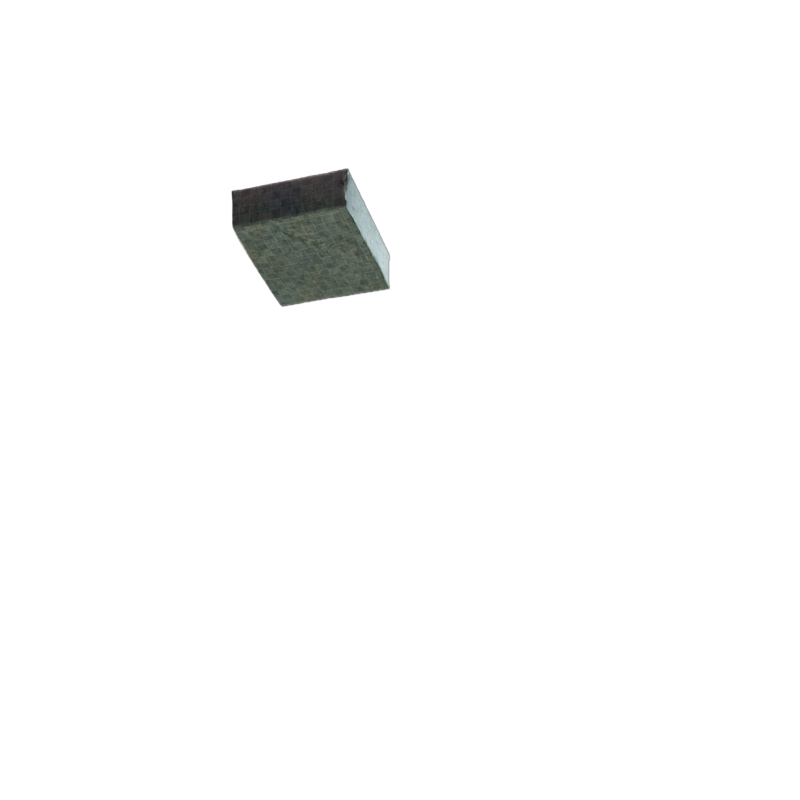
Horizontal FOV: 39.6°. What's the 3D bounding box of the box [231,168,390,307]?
[{"bbox_3d":[-0.064,-0.117,0.818,0.091,0.041,0.105,-9,-30,14],"label":"box"}]
